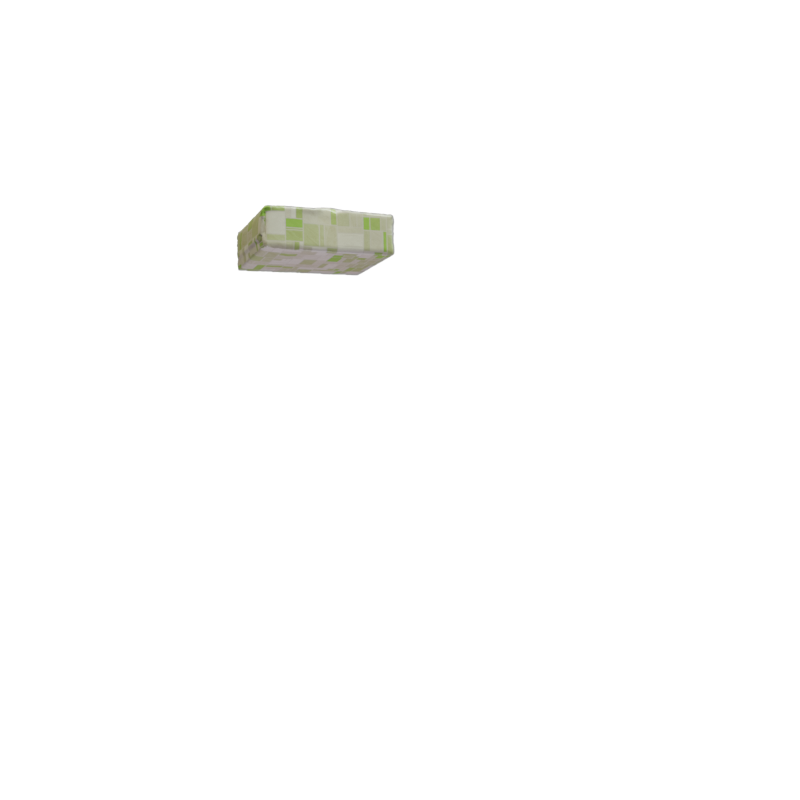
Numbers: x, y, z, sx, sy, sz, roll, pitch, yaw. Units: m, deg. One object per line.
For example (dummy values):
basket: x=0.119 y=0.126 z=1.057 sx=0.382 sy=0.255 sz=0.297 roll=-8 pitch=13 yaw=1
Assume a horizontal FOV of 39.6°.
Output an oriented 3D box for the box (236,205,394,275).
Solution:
box: x=-0.057 y=-0.104 z=0.731 sx=0.087 sy=0.031 sz=0.073 roll=2 pitch=-7 yaw=-18
